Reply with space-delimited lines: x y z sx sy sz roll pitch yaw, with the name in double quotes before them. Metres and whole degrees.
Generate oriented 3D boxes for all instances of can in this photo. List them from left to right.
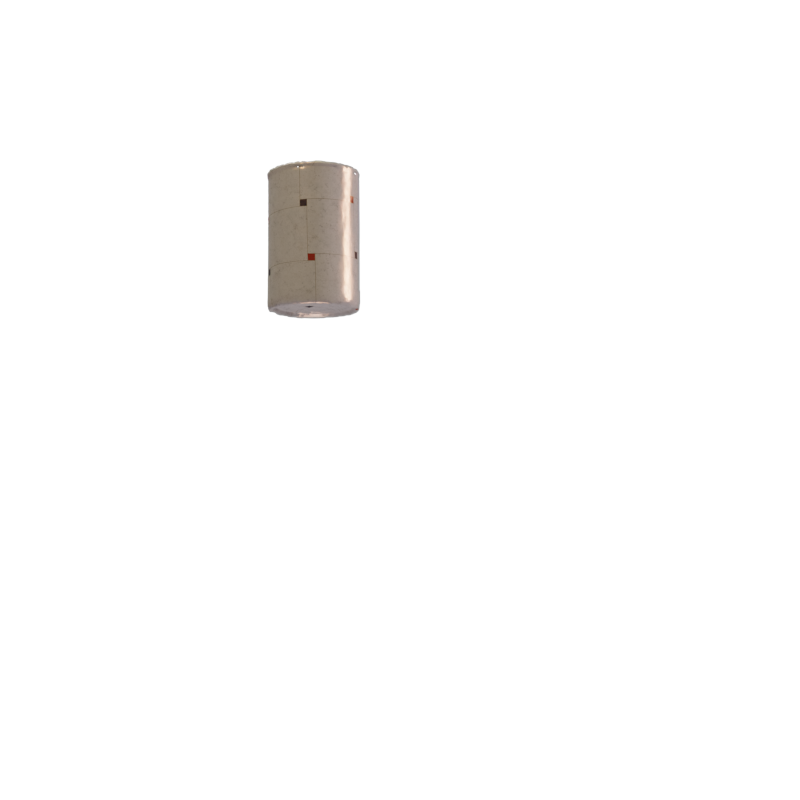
"can" -0.063 -0.115 0.802 0.068 0.105 0.067 0 -11 -2
